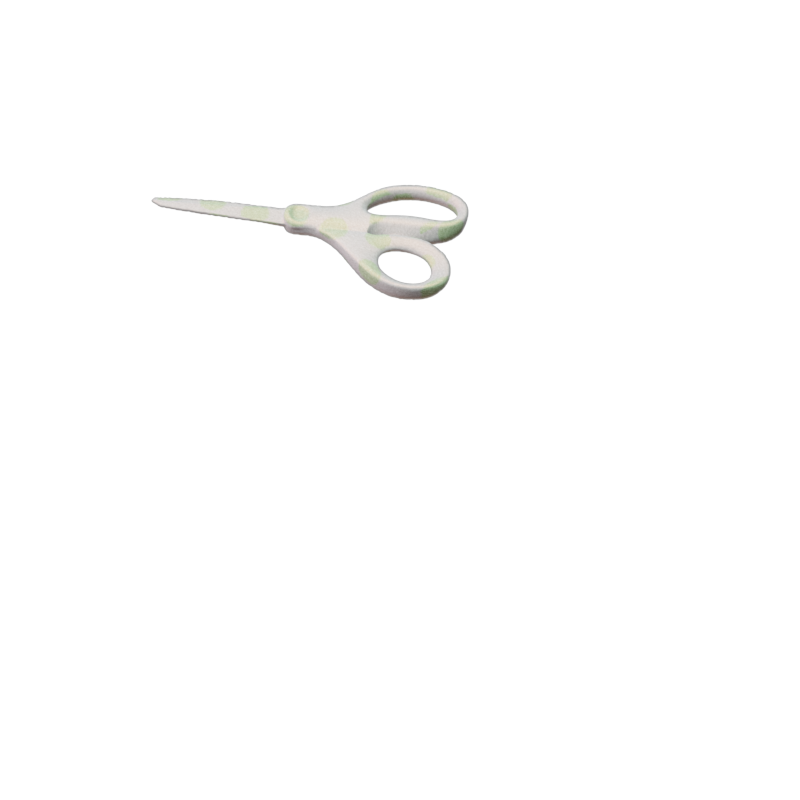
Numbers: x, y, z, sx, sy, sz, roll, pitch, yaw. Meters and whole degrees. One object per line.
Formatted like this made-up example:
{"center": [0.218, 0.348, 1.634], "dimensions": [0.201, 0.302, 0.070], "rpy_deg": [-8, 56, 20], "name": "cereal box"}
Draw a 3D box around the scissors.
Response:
{"center": [-0.055, -0.099, 0.696], "dimensions": [0.201, 0.104, 0.015], "rpy_deg": [-5, -38, -4], "name": "scissors"}
